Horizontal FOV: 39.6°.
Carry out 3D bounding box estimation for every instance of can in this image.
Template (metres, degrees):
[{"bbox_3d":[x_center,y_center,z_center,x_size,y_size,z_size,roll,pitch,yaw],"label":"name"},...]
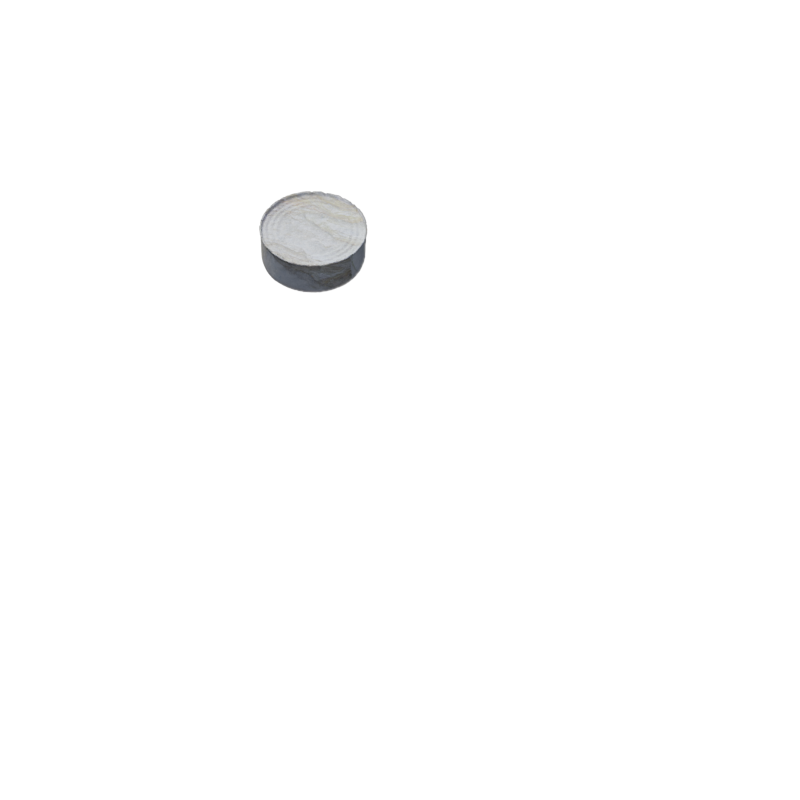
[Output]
[{"bbox_3d":[-0.070,-0.127,0.890,0.086,0.092,0.031,-1,-42,-1],"label":"can"}]
